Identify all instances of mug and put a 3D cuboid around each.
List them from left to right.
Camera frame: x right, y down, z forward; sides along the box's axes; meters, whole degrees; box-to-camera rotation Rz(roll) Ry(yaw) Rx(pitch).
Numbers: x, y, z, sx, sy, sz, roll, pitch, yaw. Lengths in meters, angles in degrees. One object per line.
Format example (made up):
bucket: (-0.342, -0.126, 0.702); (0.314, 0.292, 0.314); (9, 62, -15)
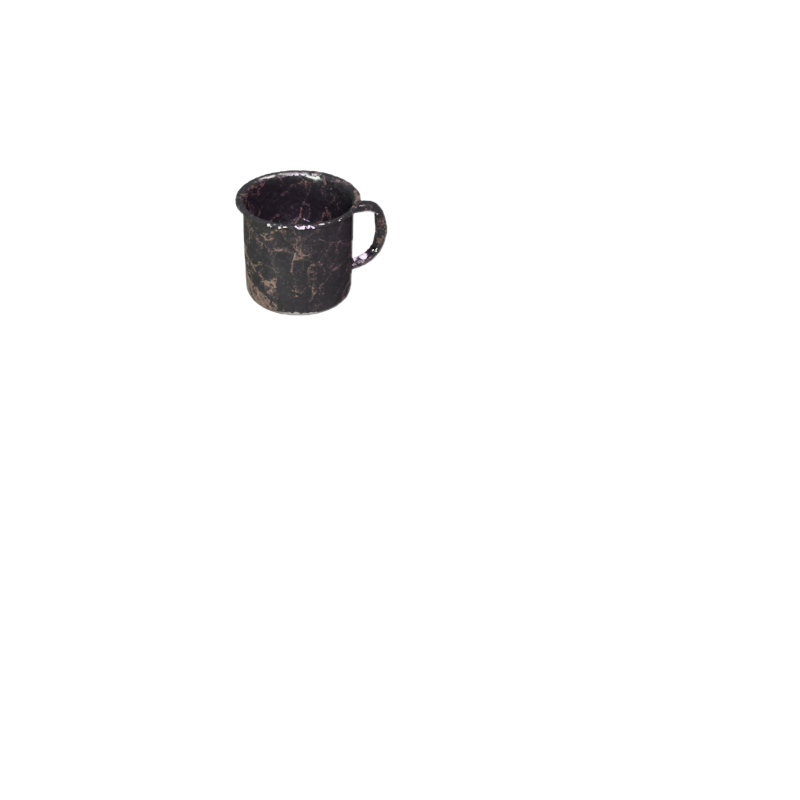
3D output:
mug: (-0.066, -0.120, 0.842); (0.115, 0.076, 0.101); (-12, 36, -19)
